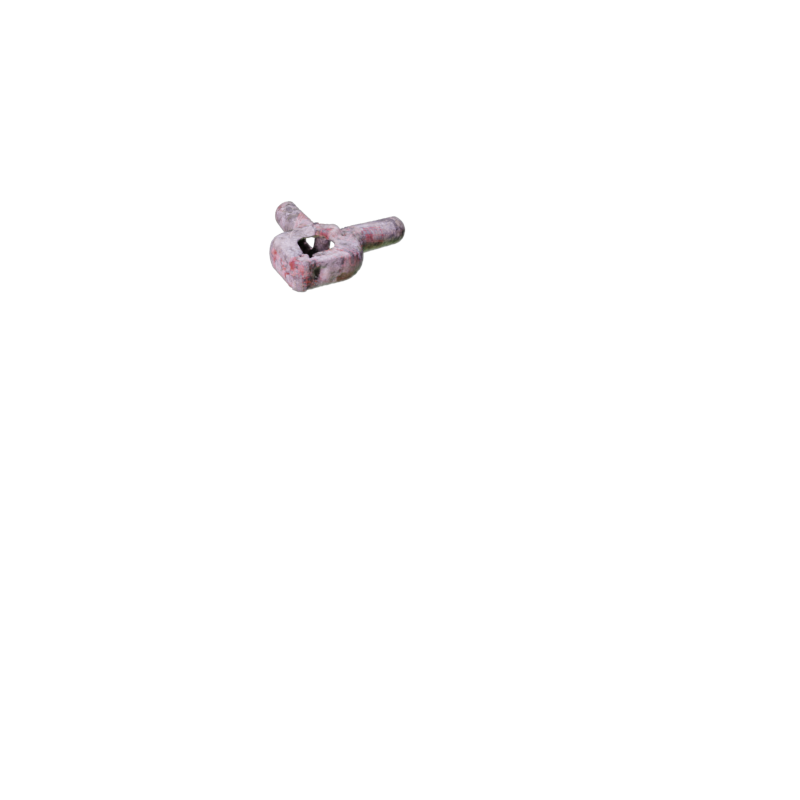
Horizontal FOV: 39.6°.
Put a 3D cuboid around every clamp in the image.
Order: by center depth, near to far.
[{"bbox_3d":[-0.075,-0.137,0.962,0.124,0.038,0.174,7,23,18],"label":"clamp"}]
